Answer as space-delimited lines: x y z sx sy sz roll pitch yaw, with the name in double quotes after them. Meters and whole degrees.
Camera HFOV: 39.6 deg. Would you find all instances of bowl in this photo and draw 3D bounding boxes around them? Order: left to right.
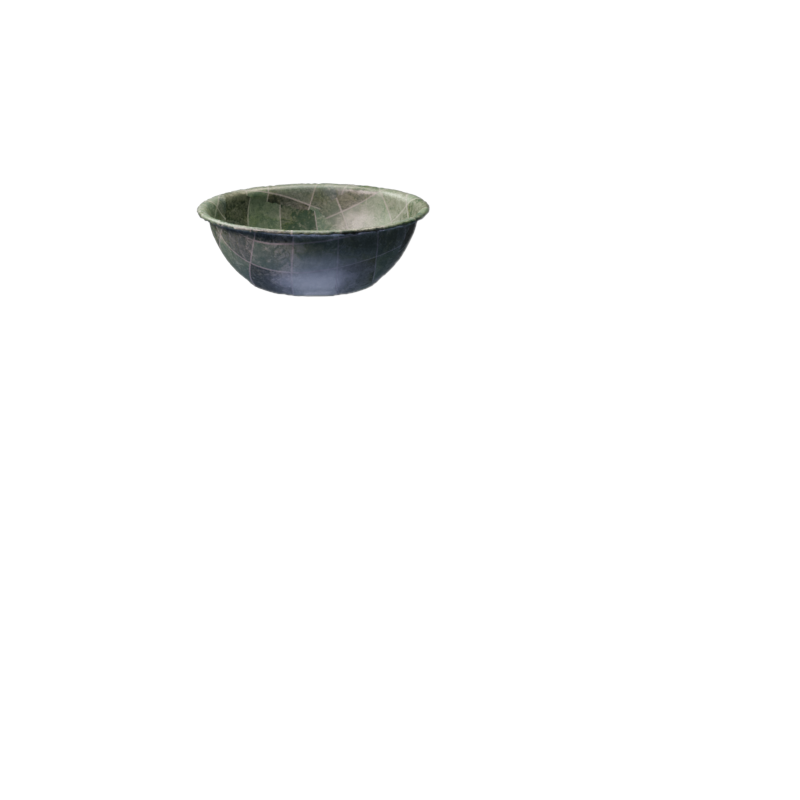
-0.061 -0.111 0.779 0.162 0.053 0.169 -1 21 -2 "bowl"
